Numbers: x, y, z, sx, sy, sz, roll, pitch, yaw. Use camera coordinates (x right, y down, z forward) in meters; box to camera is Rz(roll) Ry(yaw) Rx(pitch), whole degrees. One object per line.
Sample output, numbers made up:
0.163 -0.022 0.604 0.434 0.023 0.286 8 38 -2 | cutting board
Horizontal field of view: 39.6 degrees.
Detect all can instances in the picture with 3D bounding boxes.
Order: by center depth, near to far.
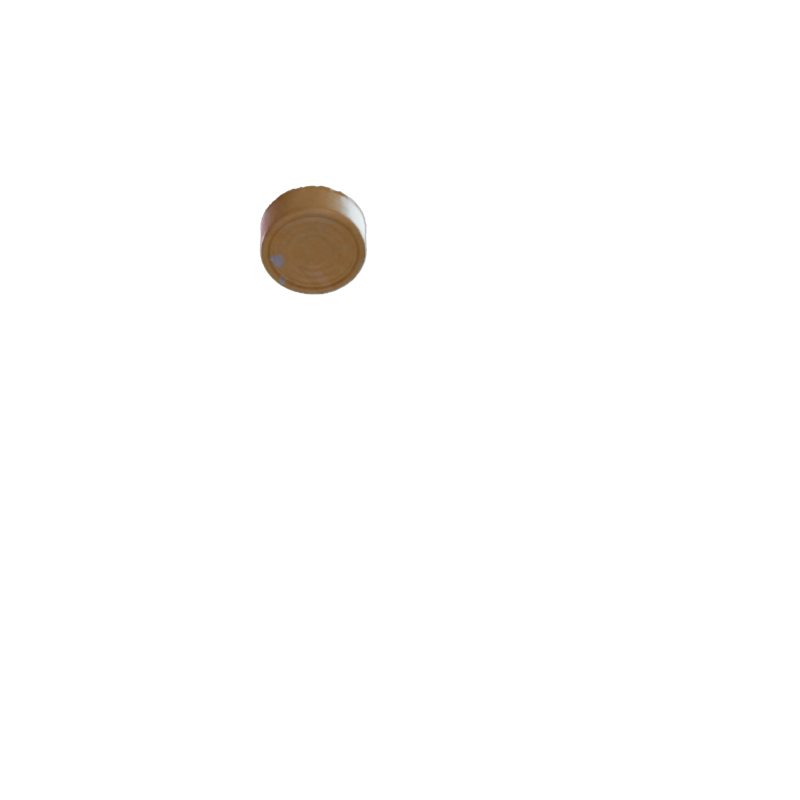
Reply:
-0.069 -0.126 0.881 0.086 0.080 0.036 1 39 -1 | can
